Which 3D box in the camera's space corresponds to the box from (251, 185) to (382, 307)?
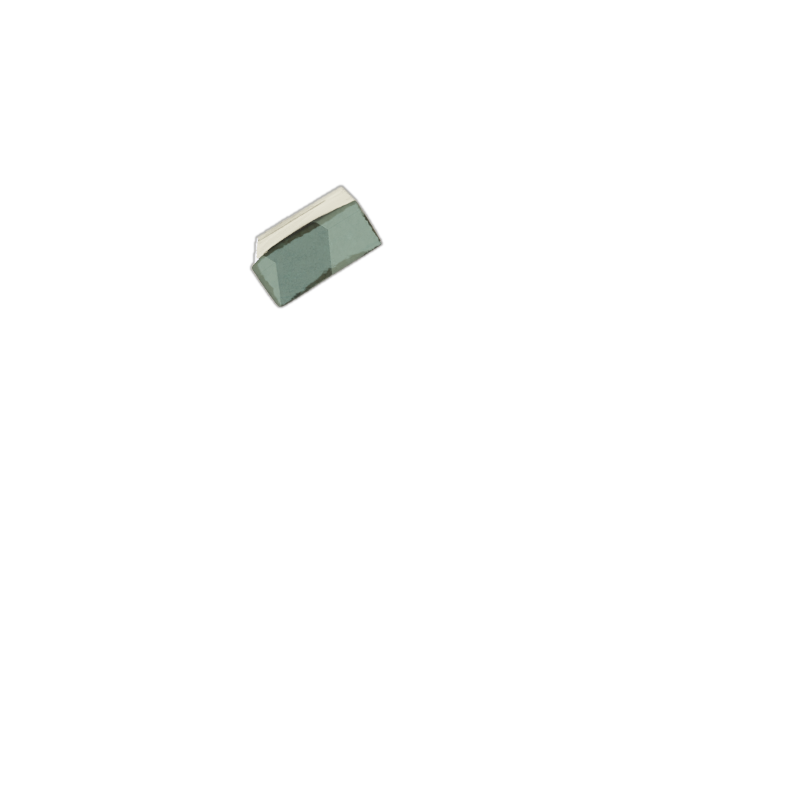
[{"bbox_3d":[-0.070,-0.127,0.894,0.093,0.047,0.180,-31,13,3],"label":"box"}]
